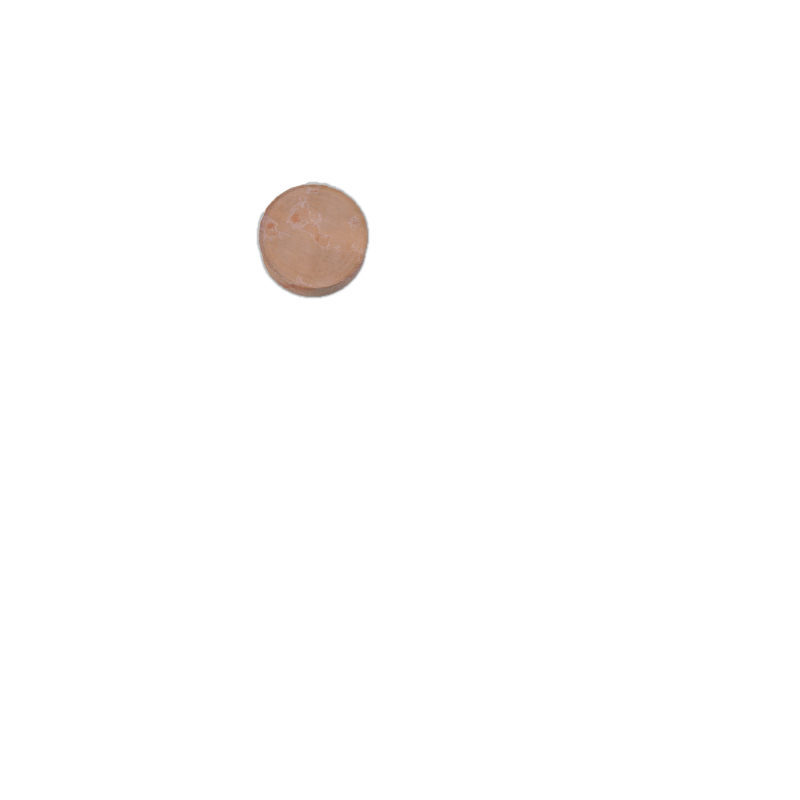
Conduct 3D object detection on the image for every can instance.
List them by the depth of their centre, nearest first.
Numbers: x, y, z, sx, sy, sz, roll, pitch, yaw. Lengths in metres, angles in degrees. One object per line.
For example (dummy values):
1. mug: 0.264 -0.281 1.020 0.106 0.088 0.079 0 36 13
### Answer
1. can: -0.068 -0.124 0.872 0.086 0.090 0.032 -1 -17 -1
